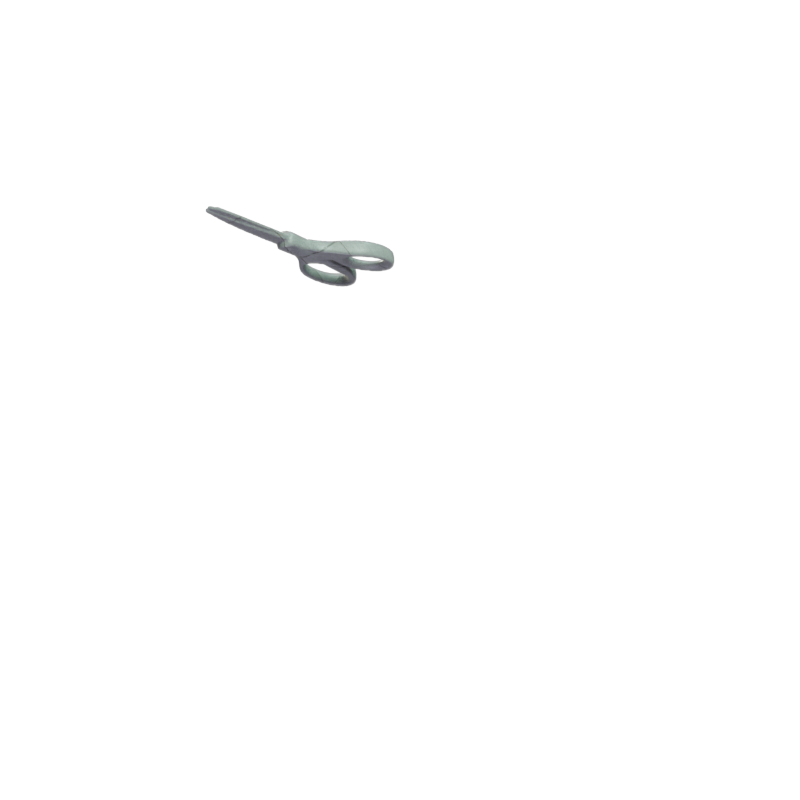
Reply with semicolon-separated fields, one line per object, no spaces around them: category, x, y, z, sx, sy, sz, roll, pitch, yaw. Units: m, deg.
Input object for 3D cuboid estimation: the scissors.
scissors;-0.074;-0.135;0.947;0.098;0.016;0.189;-6;-15;22
